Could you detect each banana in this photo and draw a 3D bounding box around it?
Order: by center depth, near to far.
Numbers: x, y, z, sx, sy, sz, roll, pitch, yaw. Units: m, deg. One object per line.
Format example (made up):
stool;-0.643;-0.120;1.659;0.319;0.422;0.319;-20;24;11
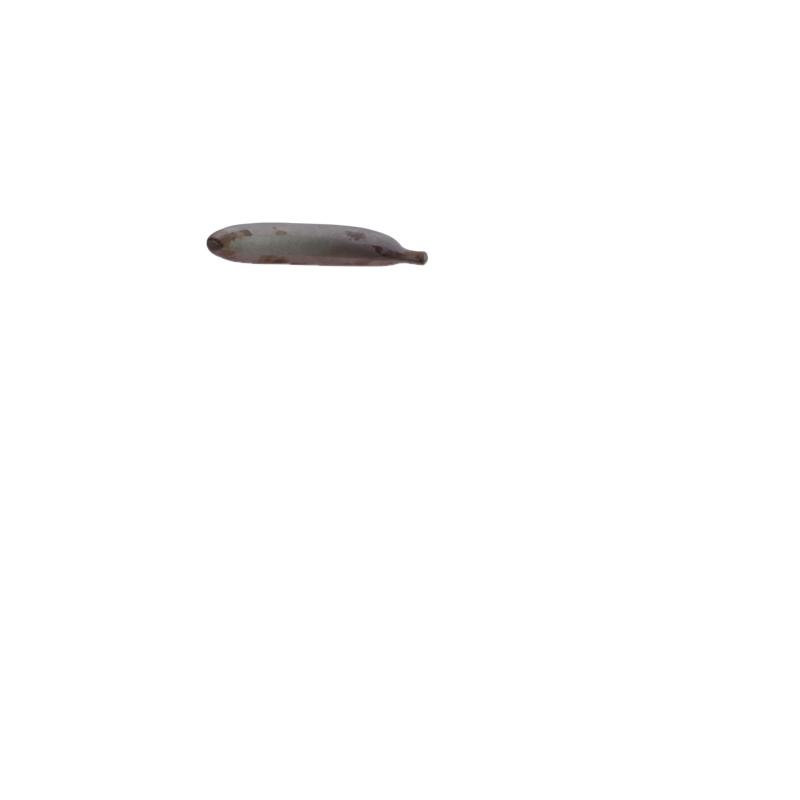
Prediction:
banana;-0.078;-0.133;0.944;0.192;0.037;0.071;-1;2;-24
